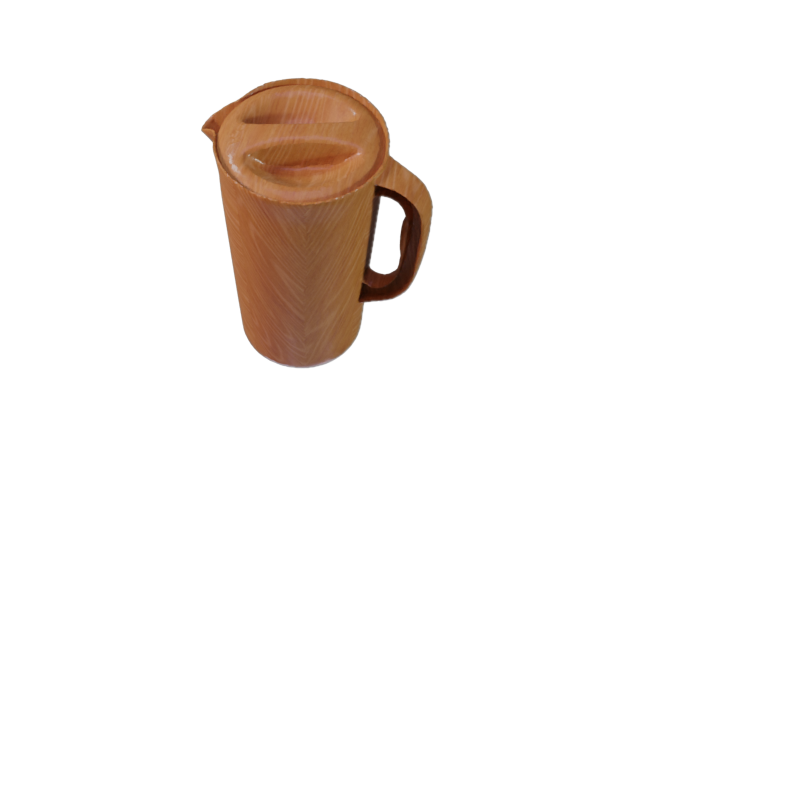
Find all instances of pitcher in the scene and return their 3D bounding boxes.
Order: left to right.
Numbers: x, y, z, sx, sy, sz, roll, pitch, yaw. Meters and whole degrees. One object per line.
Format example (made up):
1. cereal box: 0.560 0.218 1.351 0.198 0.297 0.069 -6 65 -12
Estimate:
1. pitcher: -0.071 -0.130 0.908 0.144 0.161 0.227 -18 -33 -15
